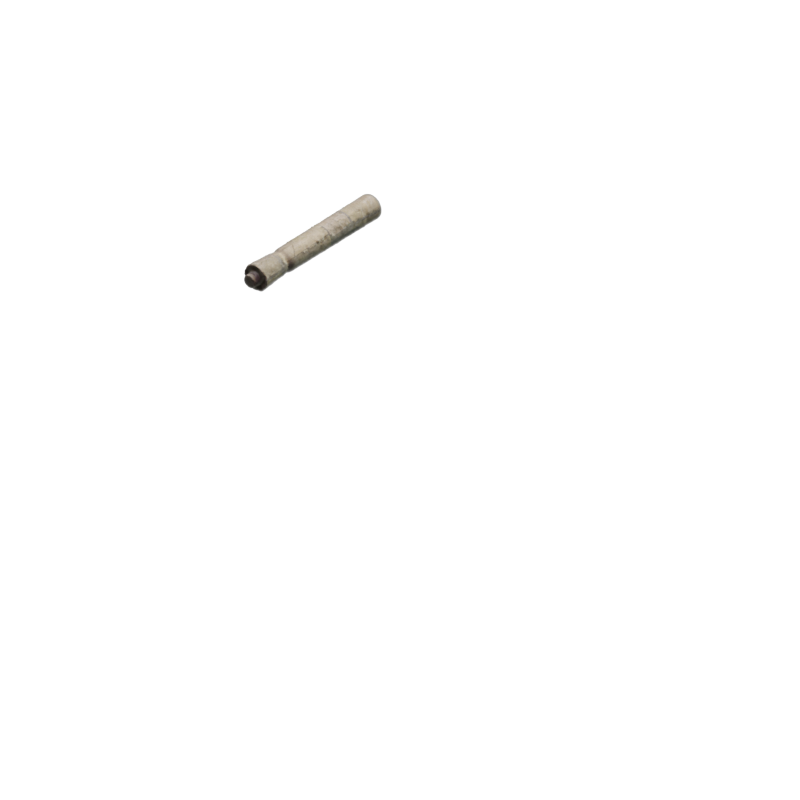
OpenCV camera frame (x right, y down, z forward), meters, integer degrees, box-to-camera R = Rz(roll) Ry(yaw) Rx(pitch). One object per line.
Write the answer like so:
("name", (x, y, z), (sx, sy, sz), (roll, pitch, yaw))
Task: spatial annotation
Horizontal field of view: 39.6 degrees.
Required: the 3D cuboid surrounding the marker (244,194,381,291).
("marker", (-0.056, -0.103, 0.720), (0.021, 0.019, 0.122), (3, 32, 43))
